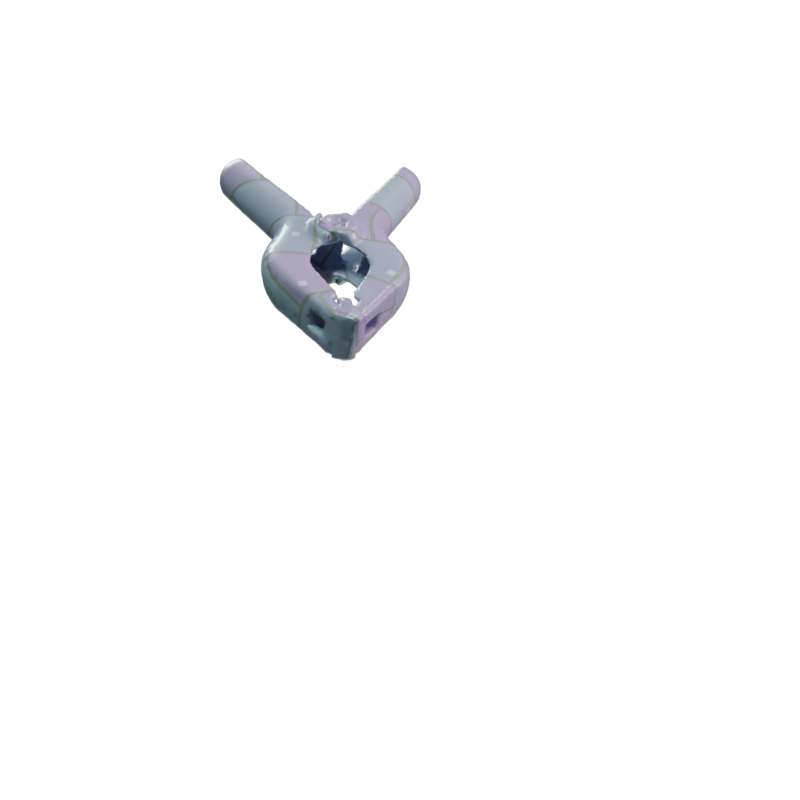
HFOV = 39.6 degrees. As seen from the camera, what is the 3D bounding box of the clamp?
[{"bbox_3d":[-0.048,-0.088,0.613,0.120,0.037,0.182,1,35,1],"label":"clamp"}]
